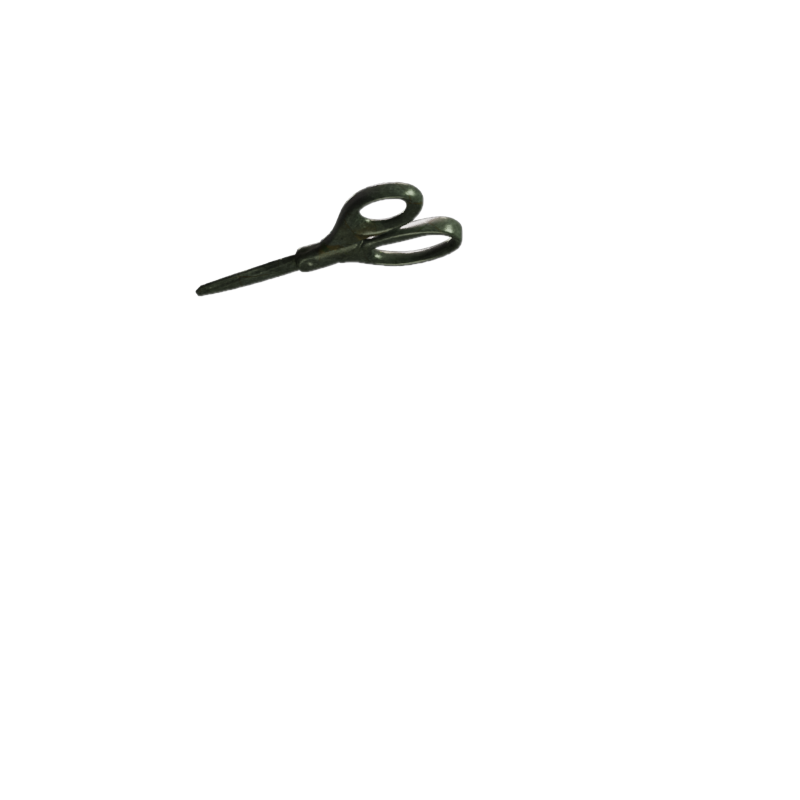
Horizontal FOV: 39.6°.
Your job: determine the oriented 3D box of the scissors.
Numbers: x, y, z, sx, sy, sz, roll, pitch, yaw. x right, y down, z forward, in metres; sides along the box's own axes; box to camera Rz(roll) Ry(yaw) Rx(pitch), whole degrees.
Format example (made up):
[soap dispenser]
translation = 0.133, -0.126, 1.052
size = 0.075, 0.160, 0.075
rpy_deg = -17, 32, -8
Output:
[scissors]
translation = -0.060, -0.109, 0.761
size = 0.204, 0.017, 0.089
rpy_deg = -6, -29, 11
